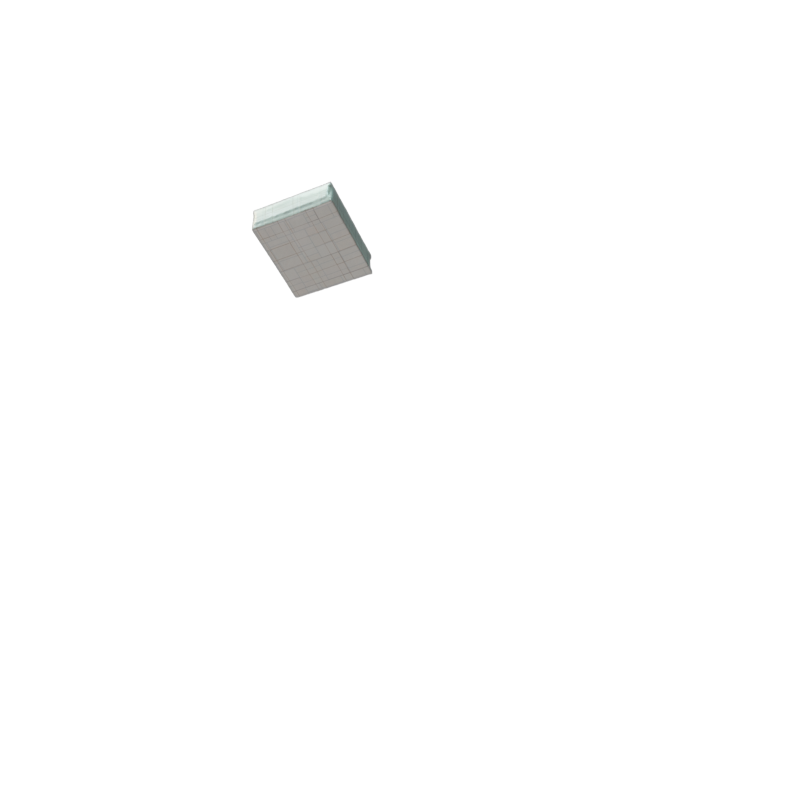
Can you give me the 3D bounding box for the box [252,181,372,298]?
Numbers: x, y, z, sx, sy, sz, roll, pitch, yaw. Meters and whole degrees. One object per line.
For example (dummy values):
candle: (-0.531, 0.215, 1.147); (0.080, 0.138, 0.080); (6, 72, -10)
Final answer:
box: (-0.073, -0.134, 0.939); (0.074, 0.032, 0.082); (-18, -49, 16)
